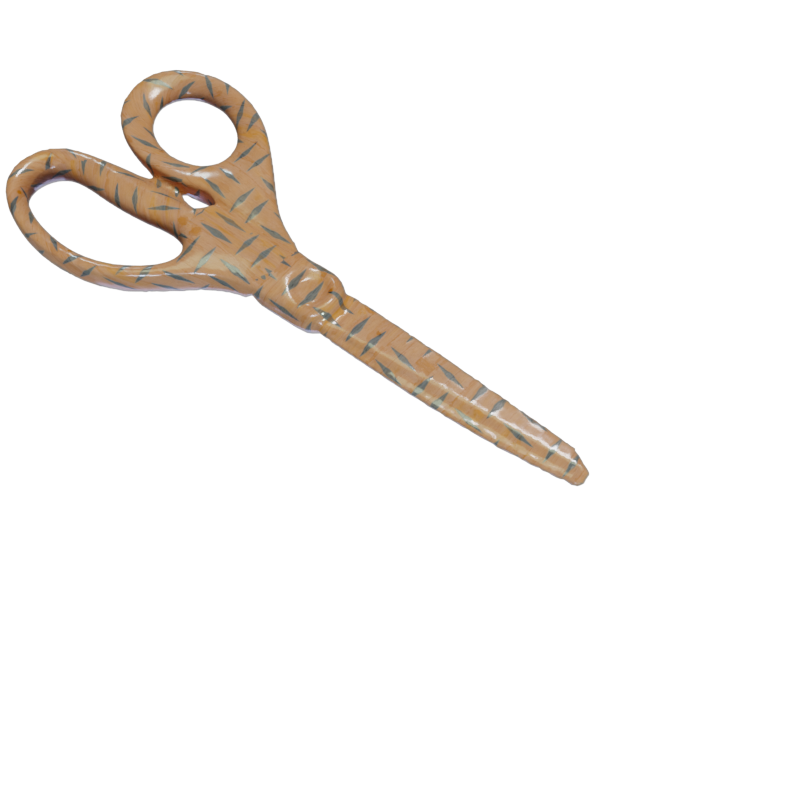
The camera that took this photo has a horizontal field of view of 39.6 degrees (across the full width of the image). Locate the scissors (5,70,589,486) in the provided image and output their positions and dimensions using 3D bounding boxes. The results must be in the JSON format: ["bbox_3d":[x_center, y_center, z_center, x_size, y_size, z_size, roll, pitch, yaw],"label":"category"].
[{"bbox_3d":[-0.028,-0.051,0.355,0.206,0.100,0.015,19,-29,11],"label":"scissors"}]
